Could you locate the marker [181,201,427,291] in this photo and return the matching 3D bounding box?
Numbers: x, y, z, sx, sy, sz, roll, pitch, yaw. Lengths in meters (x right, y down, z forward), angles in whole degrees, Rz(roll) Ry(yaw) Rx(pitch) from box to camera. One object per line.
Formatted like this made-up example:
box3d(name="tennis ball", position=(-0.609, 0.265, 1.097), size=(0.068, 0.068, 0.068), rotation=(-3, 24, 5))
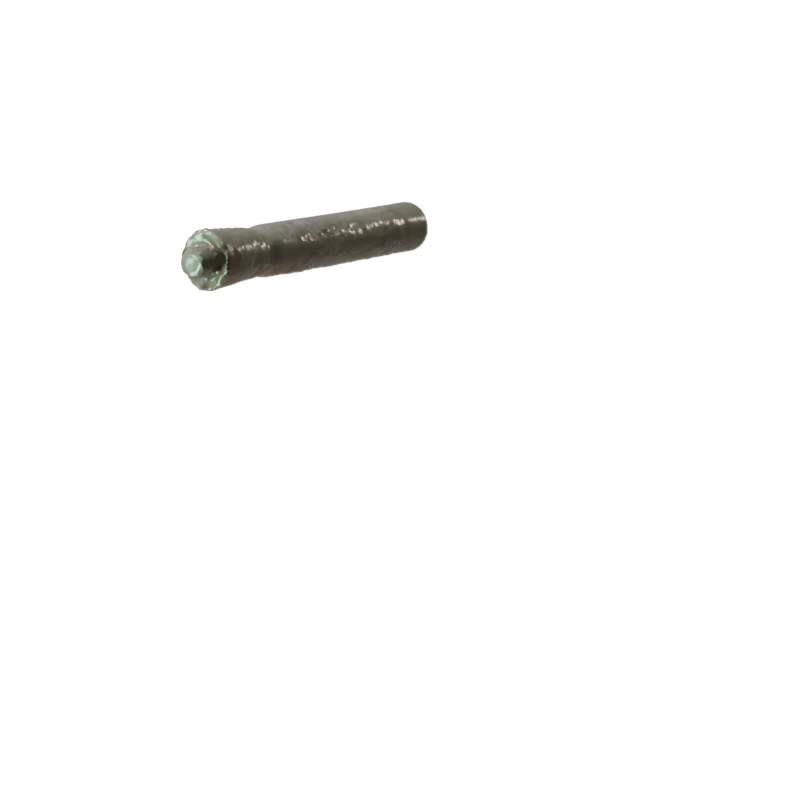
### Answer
box3d(name="marker", position=(-0.029, -0.053, 0.373), size=(0.020, 0.019, 0.119), rotation=(3, 14, 33))
